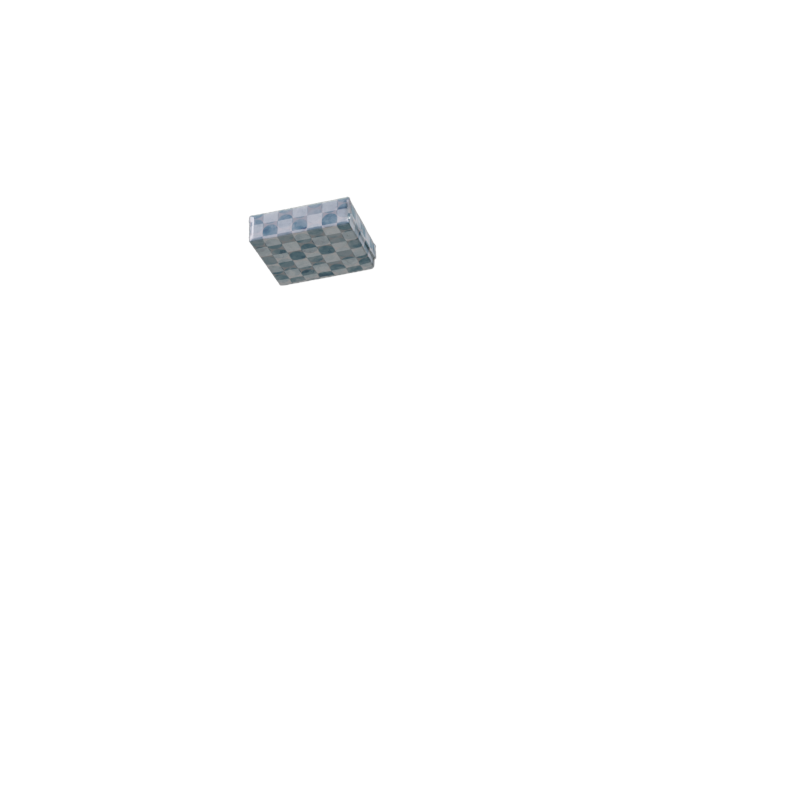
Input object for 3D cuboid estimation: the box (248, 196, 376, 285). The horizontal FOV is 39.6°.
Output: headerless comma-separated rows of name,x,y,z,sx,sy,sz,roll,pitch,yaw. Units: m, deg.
box,-0.072,-0.132,0.926,0.090,0.032,0.068,-9,-30,16
